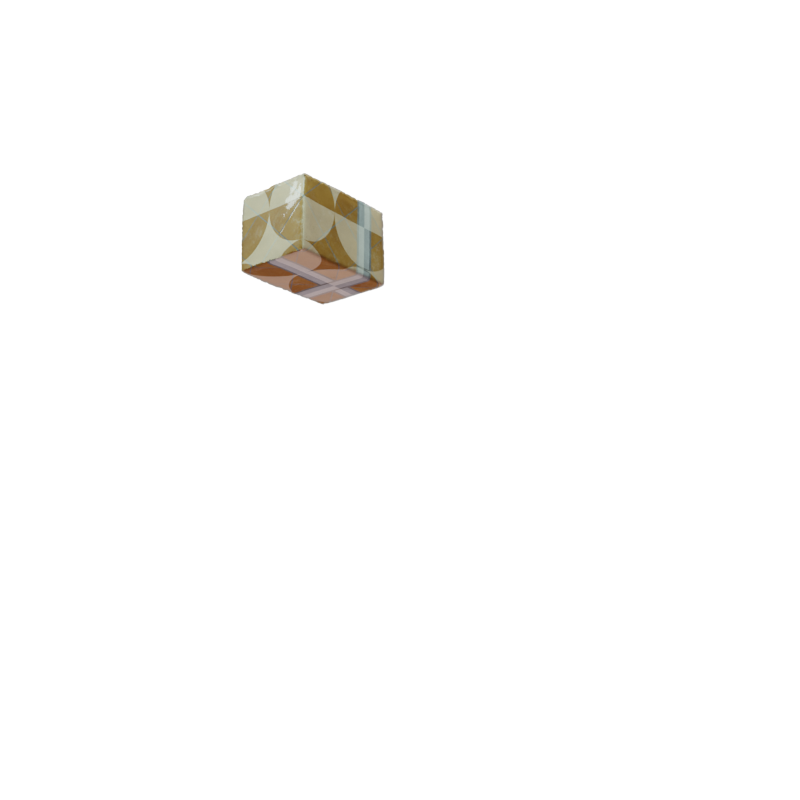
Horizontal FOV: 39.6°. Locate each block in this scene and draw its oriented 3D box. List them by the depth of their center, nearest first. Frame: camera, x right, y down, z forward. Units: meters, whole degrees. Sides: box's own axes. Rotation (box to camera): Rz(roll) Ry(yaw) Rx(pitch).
[{"bbox_3d":[-0.054,-0.098,0.686,0.053,0.054,0.073,-16,-24,37],"label":"block"}]
